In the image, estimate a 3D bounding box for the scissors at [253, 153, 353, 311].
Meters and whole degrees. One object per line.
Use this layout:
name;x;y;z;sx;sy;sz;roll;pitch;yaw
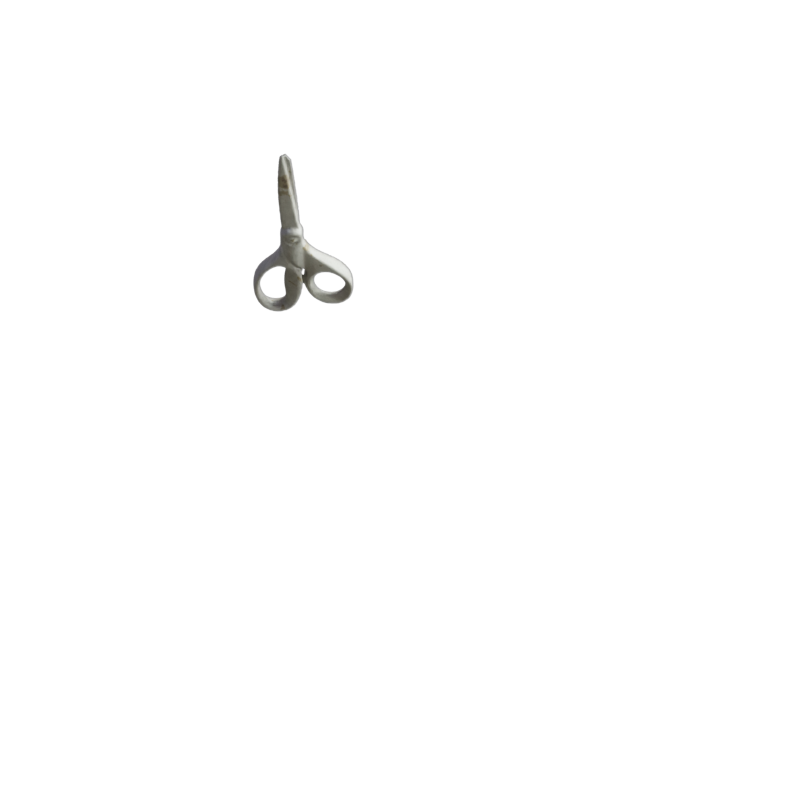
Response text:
scissors;-0.072;-0.131;0.918;0.094;0.017;0.193;8;-32;-14
